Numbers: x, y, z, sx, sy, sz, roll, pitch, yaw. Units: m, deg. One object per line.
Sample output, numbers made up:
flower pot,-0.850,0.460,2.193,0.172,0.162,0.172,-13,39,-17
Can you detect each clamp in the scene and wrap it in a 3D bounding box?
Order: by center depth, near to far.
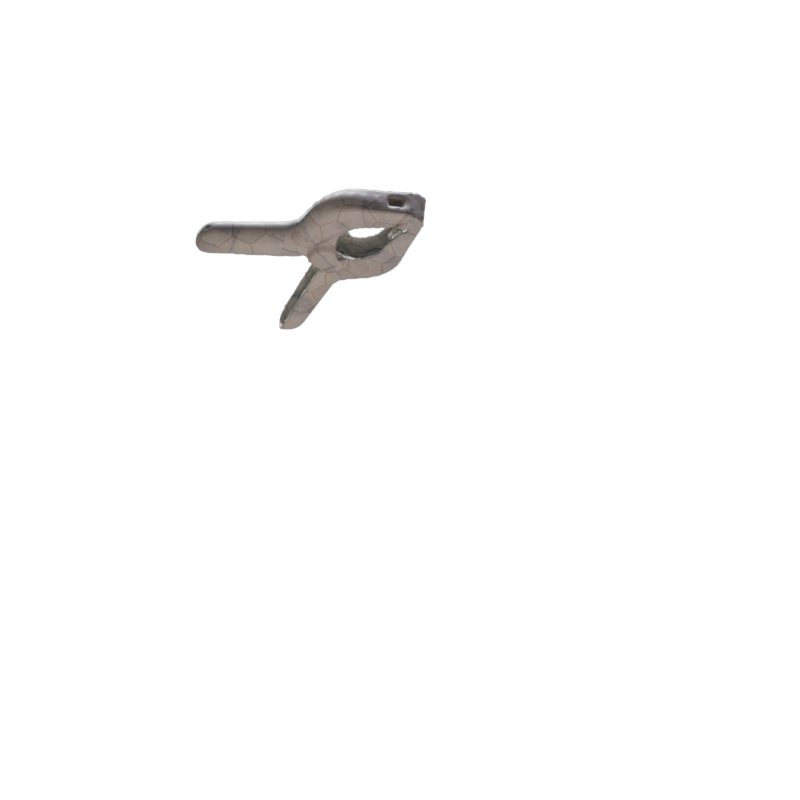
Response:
clamp,-0.064,-0.117,0.819,0.171,0.042,0.112,-28,-44,32
